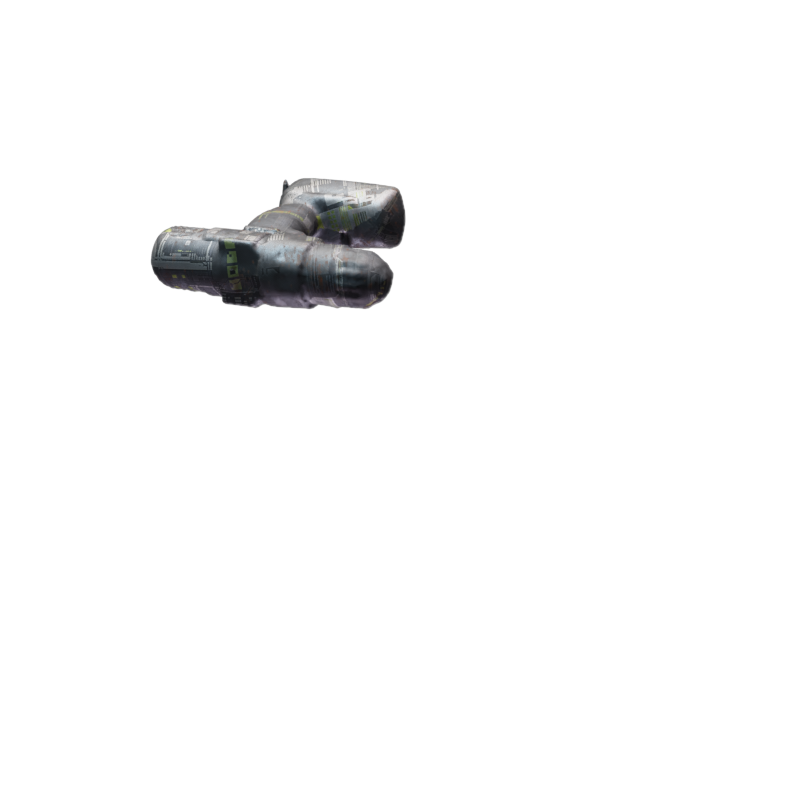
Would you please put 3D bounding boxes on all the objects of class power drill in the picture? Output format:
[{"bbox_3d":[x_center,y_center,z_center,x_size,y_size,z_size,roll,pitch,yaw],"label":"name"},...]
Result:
[{"bbox_3d":[-0.065,-0.119,0.831,0.191,0.055,0.189,10,24,23],"label":"power drill"}]
